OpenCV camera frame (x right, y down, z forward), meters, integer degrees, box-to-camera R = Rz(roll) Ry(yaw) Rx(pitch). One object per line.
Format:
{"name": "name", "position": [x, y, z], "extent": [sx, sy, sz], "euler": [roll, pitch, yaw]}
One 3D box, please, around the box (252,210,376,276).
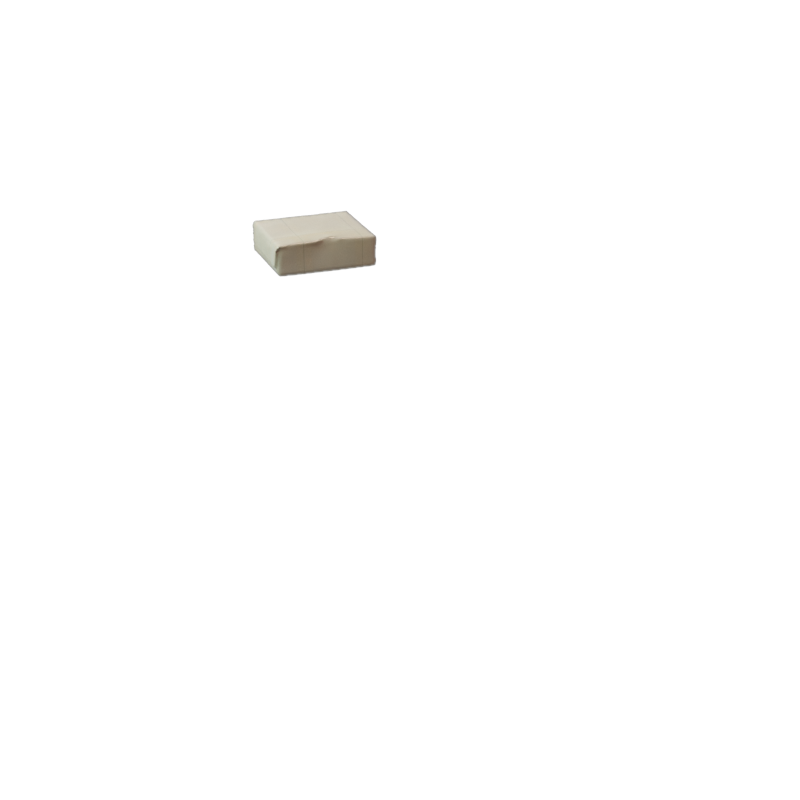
{"name": "box", "position": [-0.074, -0.135, 0.944], "extent": [0.088, 0.029, 0.078], "euler": [-9, 27, -18]}
